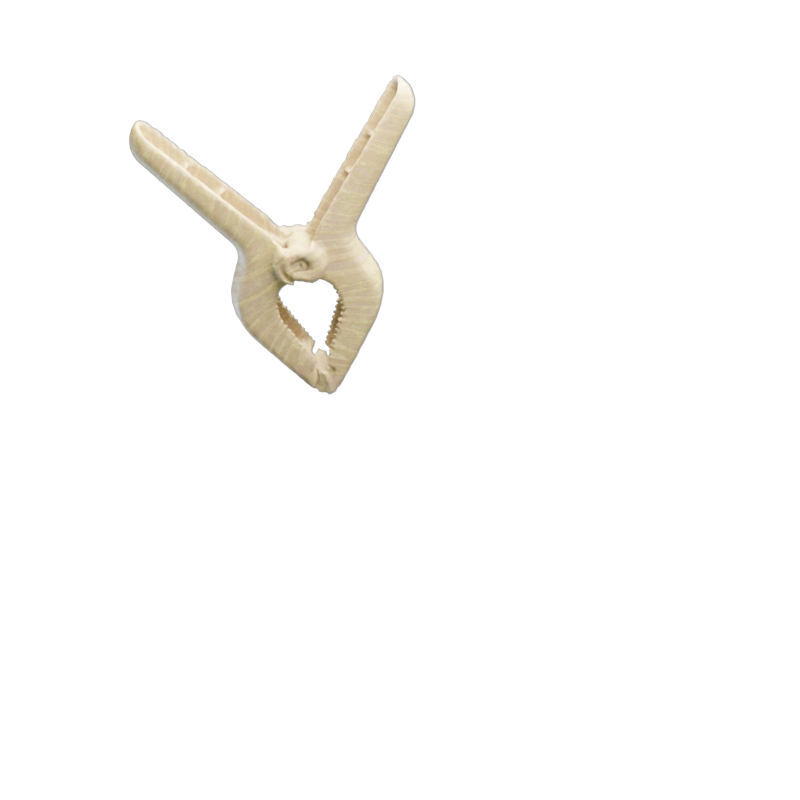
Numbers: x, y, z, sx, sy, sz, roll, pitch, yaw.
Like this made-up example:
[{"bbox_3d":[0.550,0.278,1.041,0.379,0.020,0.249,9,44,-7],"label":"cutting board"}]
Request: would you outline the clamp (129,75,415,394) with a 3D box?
[{"bbox_3d":[-0.053,-0.096,0.673,0.165,0.196,0.039,-13,32,8],"label":"clamp"}]
